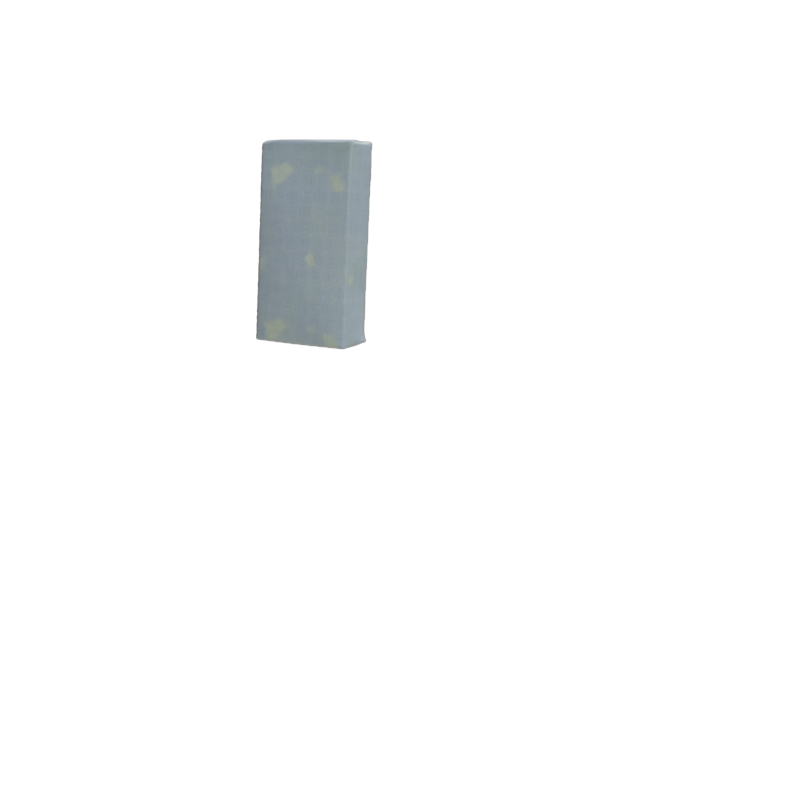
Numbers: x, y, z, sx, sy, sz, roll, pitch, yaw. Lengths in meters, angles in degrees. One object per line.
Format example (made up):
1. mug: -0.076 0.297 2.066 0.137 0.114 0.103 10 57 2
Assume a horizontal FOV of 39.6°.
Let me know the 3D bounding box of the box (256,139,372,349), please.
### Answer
1. box: -0.075 -0.137 0.960 0.097 0.174 0.047 4 6 29
